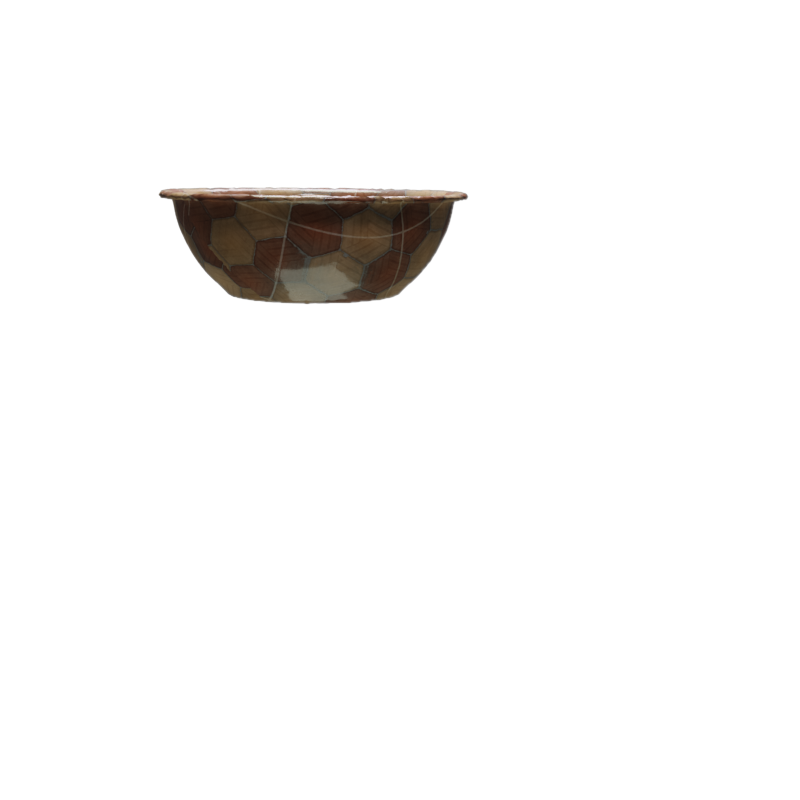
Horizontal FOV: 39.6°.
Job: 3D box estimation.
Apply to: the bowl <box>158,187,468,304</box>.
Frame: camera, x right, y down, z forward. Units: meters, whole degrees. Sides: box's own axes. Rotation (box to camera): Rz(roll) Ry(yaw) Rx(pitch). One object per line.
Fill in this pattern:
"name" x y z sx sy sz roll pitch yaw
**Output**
"bowl" -0.046 -0.083 0.584 0.162 0.054 0.165 0 11 -2
